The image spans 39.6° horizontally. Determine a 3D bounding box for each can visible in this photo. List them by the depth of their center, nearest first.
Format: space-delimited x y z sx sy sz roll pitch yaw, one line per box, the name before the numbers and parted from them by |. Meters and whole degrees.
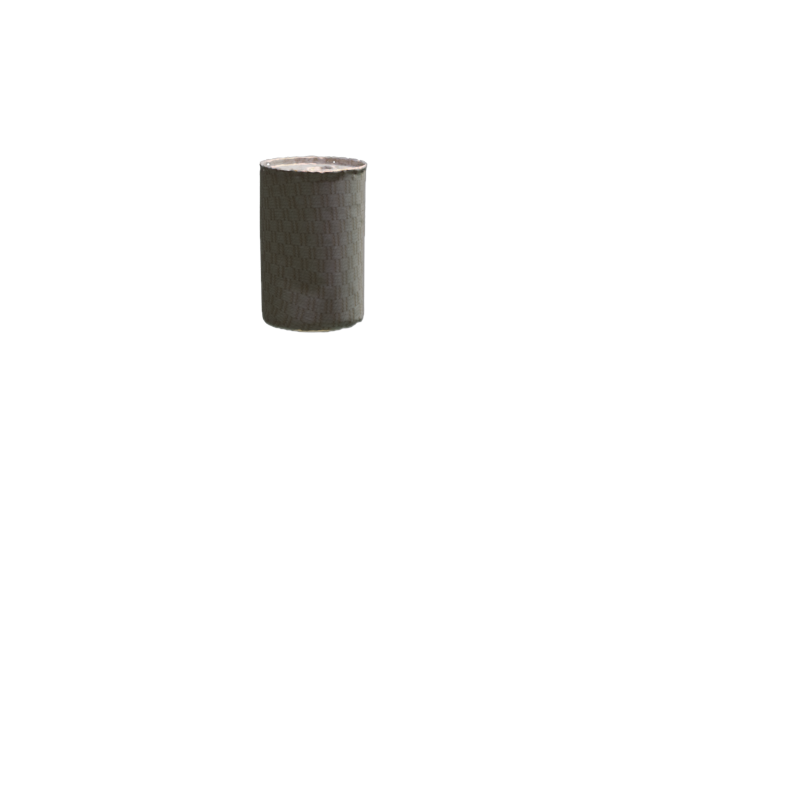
can | -0.055 -0.101 0.705 0.068 0.099 0.071 0 14 -2
